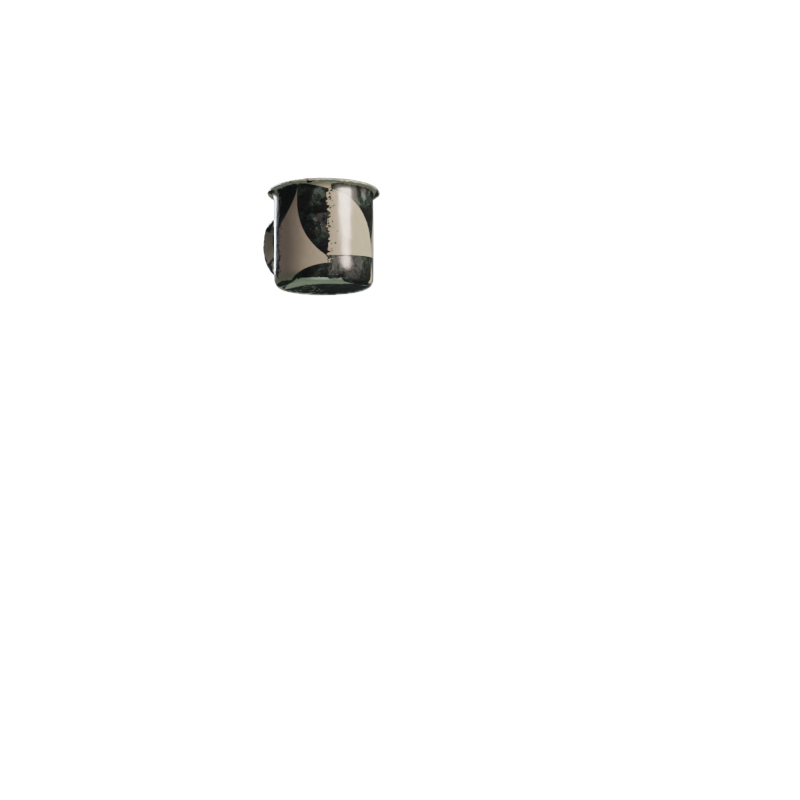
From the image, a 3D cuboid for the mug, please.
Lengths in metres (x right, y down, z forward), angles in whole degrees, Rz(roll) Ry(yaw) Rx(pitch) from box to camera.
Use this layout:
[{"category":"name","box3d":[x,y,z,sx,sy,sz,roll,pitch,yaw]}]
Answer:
[{"category":"mug","box3d":[-0.072,-0.132,0.922,0.120,0.084,0.089,-6,-9,41]}]
